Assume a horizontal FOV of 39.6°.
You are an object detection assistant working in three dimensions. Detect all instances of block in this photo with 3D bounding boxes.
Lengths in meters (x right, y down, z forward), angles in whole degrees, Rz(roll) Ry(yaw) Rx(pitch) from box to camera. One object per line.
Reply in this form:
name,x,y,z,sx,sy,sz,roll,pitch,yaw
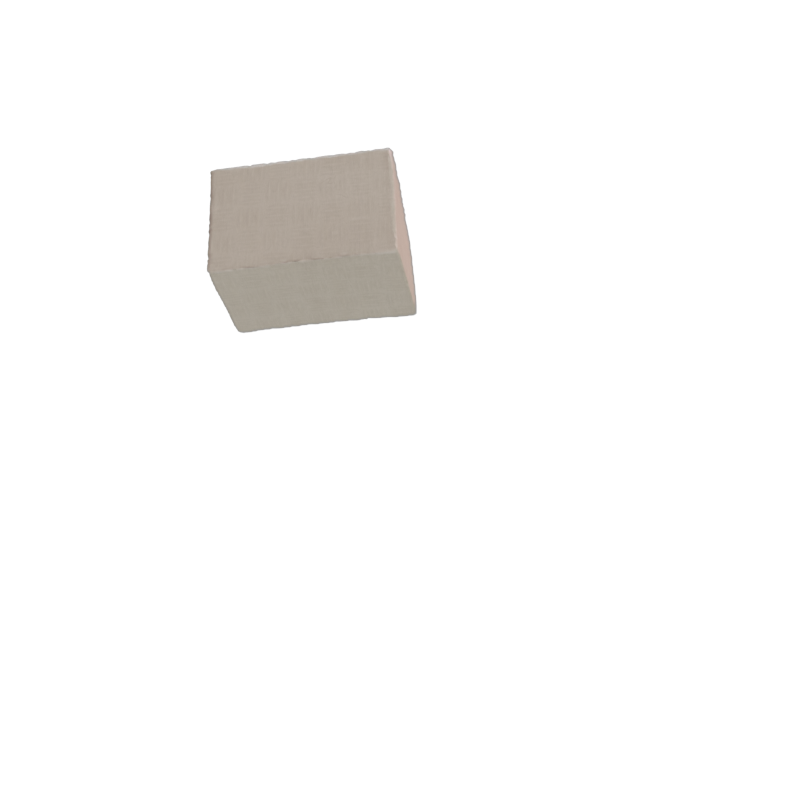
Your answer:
block,-0.036,-0.065,0.457,0.079,0.055,0.049,-5,-30,8
